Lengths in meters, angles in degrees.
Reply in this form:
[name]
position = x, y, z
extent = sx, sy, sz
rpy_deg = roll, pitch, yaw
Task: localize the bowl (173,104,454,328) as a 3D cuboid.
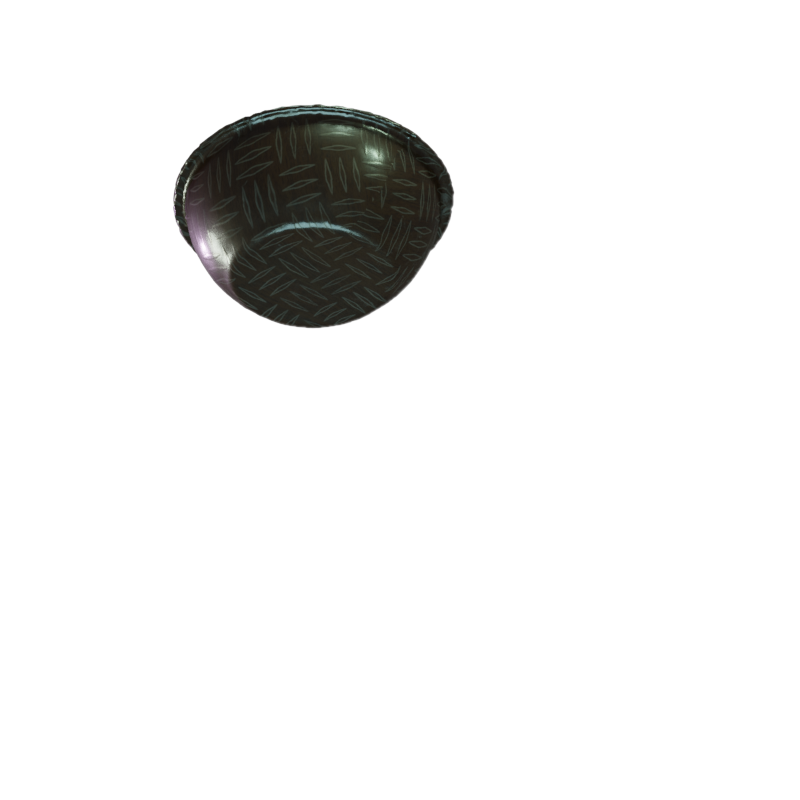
[bowl]
position = -0.049, -0.089, 0.623
extent = 0.162, 0.059, 0.151
rpy_deg = 1, -36, -2
